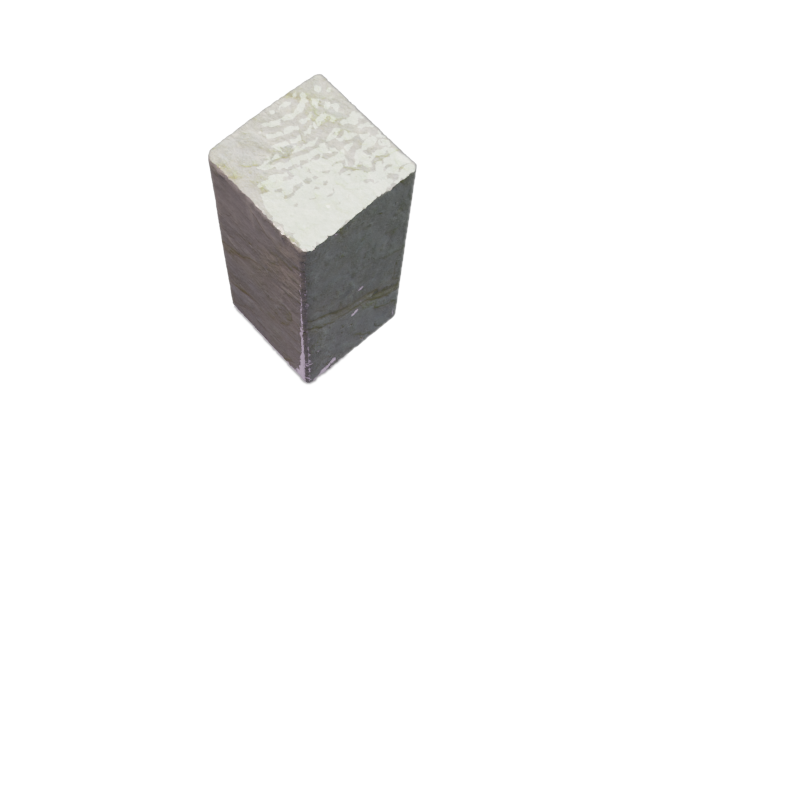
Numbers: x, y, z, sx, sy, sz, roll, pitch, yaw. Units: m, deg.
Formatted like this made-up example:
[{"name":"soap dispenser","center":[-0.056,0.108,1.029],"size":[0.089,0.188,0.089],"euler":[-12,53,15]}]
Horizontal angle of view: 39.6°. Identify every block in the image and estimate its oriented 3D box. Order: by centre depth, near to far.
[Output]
[{"name":"block","center":[-0.058,-0.103,0.726],"size":[0.091,0.095,0.196],"euler":[-39,-14,-17]}]
